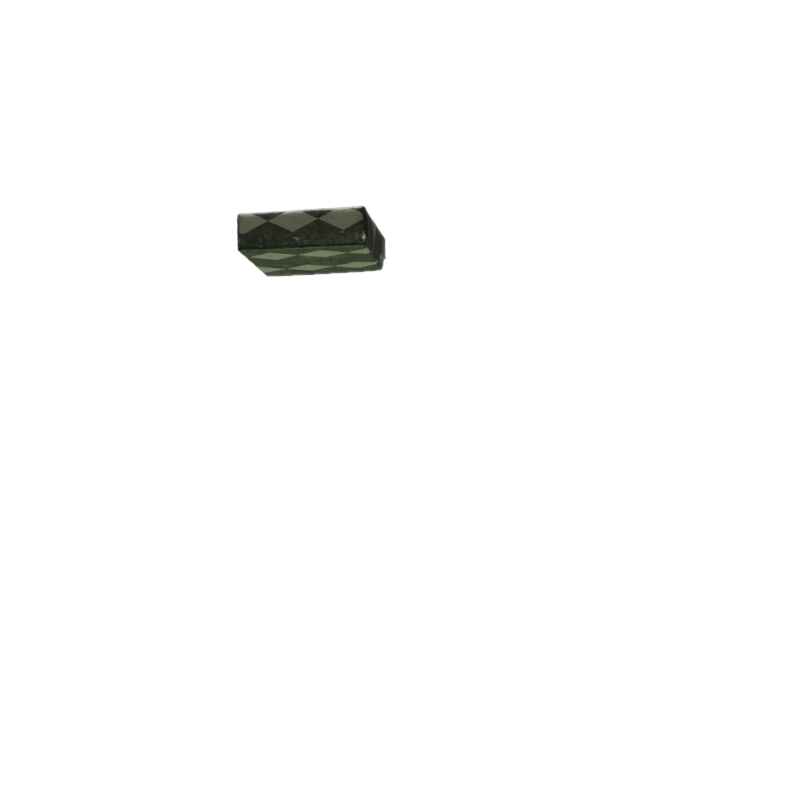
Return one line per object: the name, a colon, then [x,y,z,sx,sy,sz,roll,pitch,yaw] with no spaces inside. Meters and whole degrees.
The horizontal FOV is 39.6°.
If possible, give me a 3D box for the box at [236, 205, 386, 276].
box: [-0.059,-0.109,0.762,0.091,0.031,0.070,-2,-9,12]
